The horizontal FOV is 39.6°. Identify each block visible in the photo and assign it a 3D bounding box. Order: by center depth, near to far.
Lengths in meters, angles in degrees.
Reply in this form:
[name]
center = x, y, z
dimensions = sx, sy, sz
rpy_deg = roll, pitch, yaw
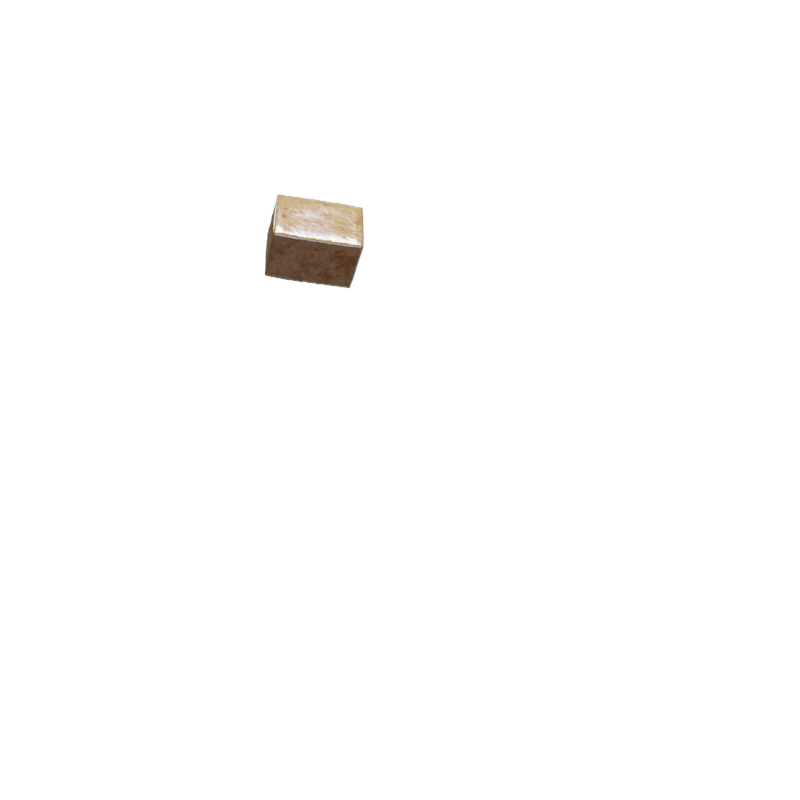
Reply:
[block]
center = -0.074, -0.136, 0.950
dimensions = 0.077, 0.055, 0.050
rpy_deg = 8, -44, -10
